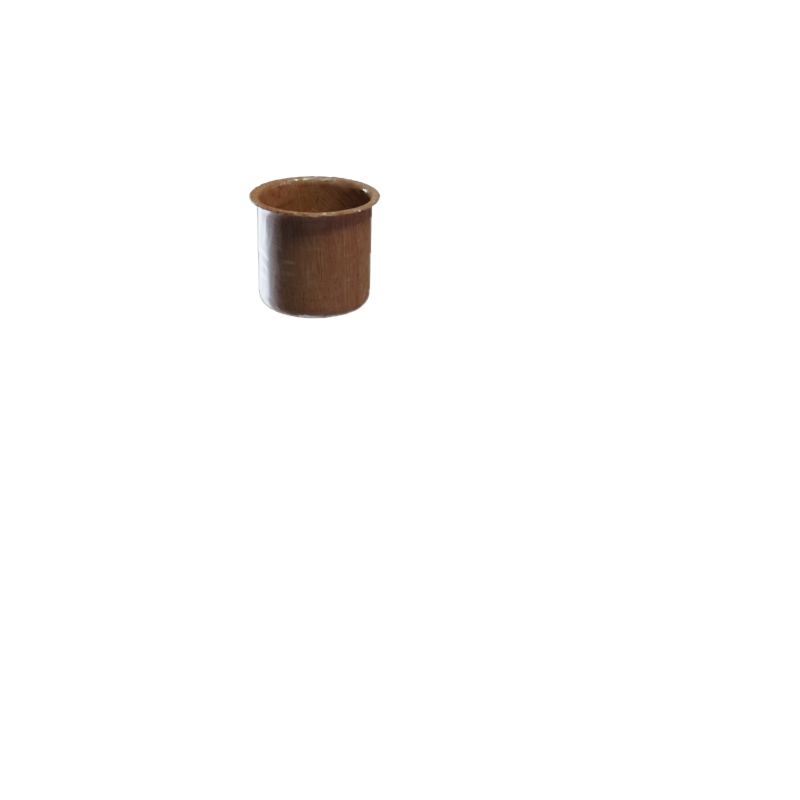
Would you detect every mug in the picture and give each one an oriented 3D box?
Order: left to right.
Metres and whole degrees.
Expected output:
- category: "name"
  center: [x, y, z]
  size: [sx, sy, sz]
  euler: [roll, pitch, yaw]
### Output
- category: "mug"
  center: [-0.064, -0.116, 0.812]
  size: [0.092, 0.078, 0.124]
  euler: [-2, 25, -6]
